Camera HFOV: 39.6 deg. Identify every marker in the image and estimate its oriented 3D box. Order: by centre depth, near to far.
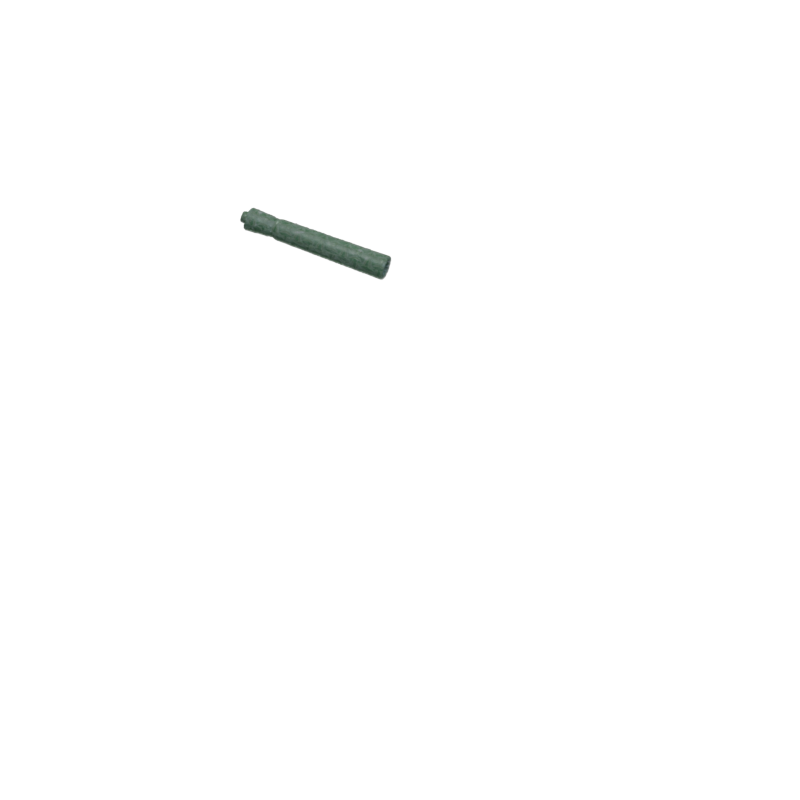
[{"bbox_3d":[-0.066,-0.120,0.841,0.125,0.019,0.019,22,9,16],"label":"marker"}]
